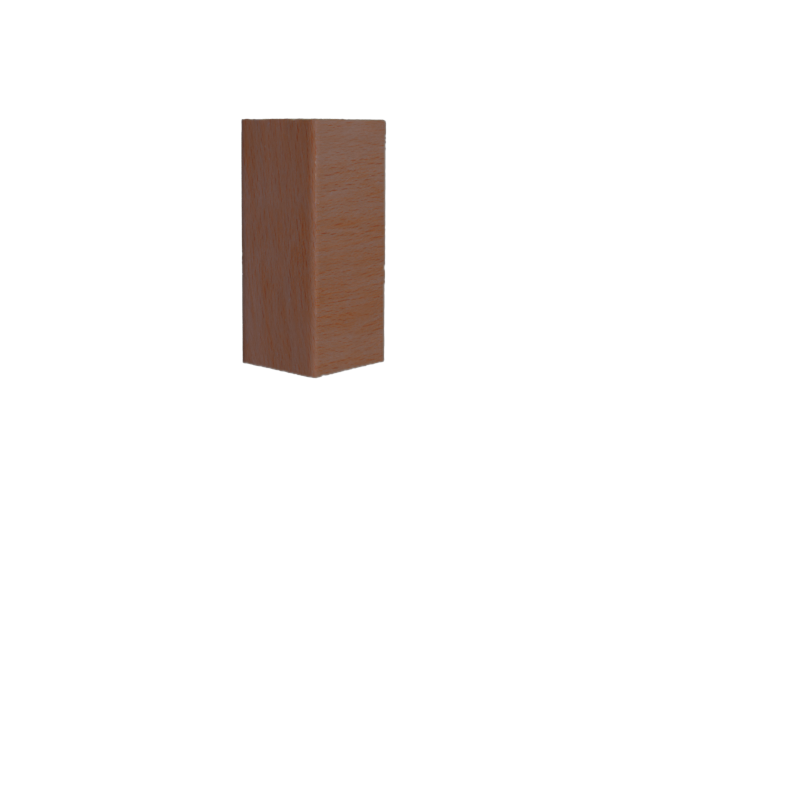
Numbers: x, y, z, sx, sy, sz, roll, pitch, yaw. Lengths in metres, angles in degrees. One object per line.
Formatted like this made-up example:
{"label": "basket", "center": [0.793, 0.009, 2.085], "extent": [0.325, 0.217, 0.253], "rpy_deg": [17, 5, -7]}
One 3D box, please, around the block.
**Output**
{"label": "block", "center": [-0.073, -0.134, 0.935], "extent": [0.094, 0.203, 0.088], "rpy_deg": [7, 10, 40]}
